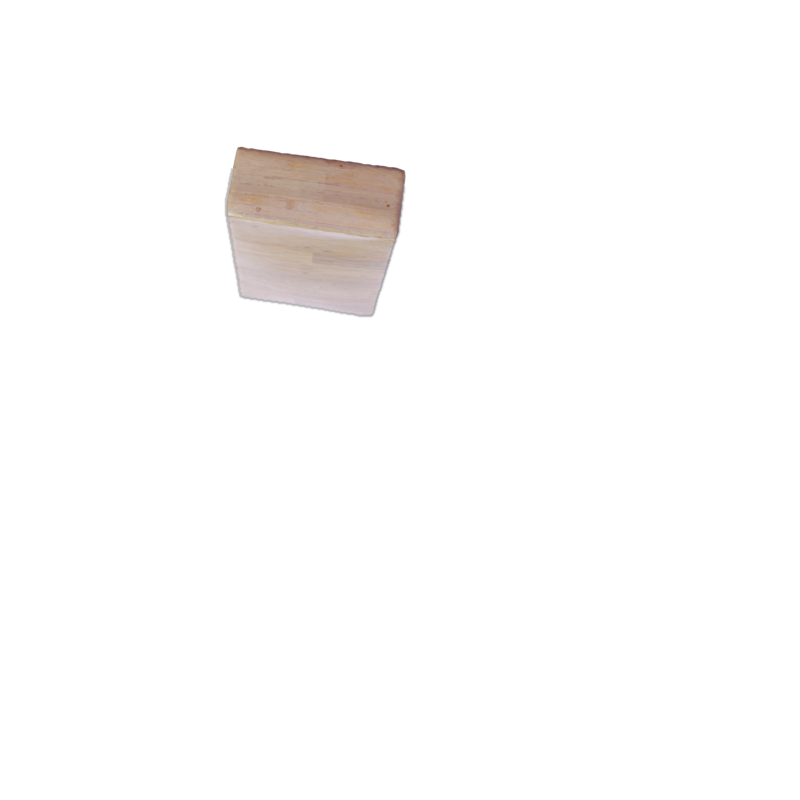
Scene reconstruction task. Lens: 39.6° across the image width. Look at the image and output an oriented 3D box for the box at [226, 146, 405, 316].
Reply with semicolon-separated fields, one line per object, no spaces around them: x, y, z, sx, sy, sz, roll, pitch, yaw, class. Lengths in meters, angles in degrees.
-0.052;-0.094;0.659;0.093;0.049;0.172;8;-8;-2;box
